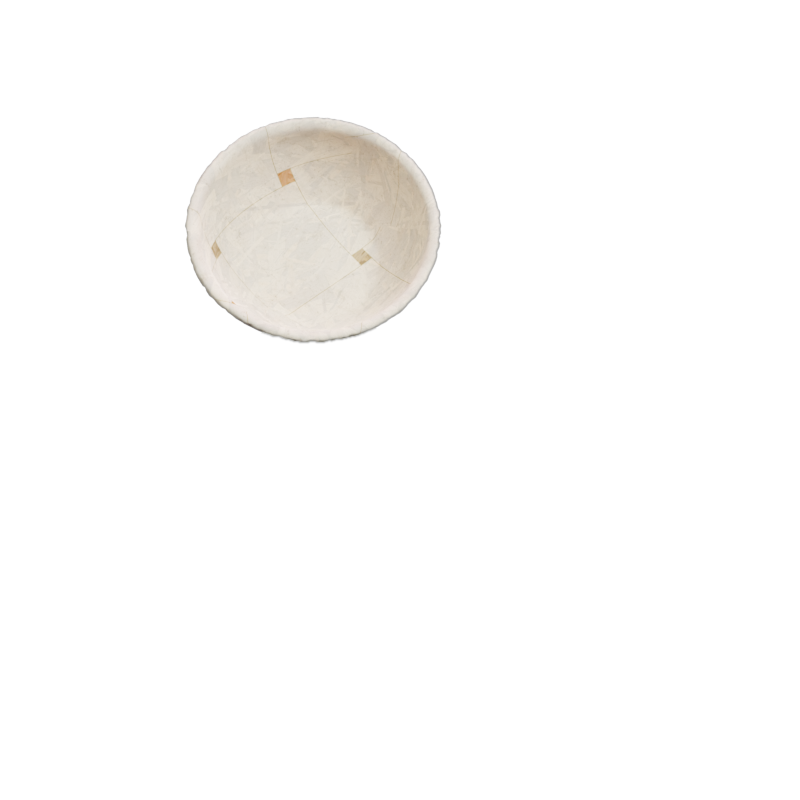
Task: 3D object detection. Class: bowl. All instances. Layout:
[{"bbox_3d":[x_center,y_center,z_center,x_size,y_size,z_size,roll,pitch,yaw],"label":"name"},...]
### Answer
[{"bbox_3d":[-0.057,-0.103,0.724,0.162,0.171,0.052,-1,-25,-1],"label":"bowl"}]
